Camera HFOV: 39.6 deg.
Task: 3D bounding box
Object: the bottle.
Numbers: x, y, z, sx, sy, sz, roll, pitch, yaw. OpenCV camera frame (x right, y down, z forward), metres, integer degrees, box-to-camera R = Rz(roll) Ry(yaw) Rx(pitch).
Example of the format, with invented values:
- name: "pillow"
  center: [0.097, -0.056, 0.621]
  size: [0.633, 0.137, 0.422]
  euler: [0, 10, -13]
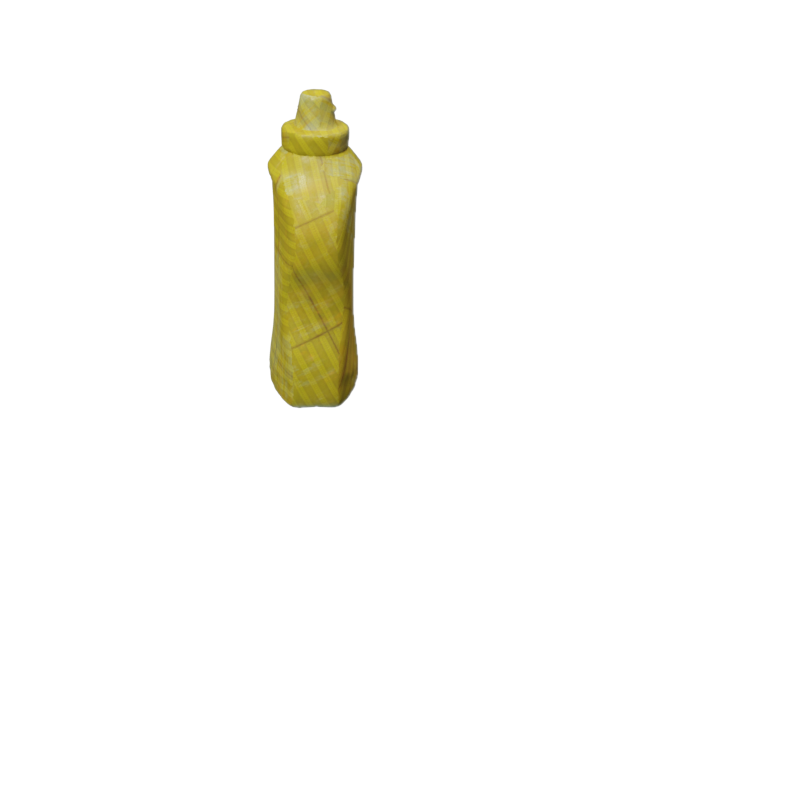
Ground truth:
- name: "bottle"
  center: [-0.054, -0.099, 0.692]
  size: [0.058, 0.182, 0.101]
  euler: [0, 25, -4]
